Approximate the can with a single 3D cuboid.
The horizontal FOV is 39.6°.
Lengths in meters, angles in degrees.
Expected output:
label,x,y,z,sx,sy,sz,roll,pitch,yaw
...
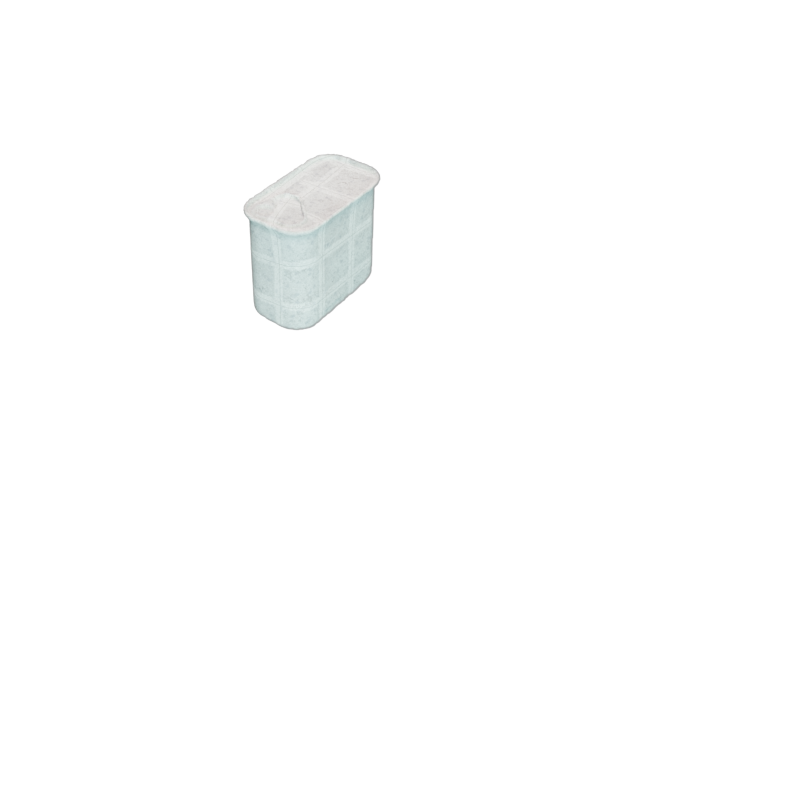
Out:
label,x,y,z,sx,sy,sz,roll,pitch,yaw
can,-0.060,-0.110,0.769,0.060,0.078,0.103,23,44,25
